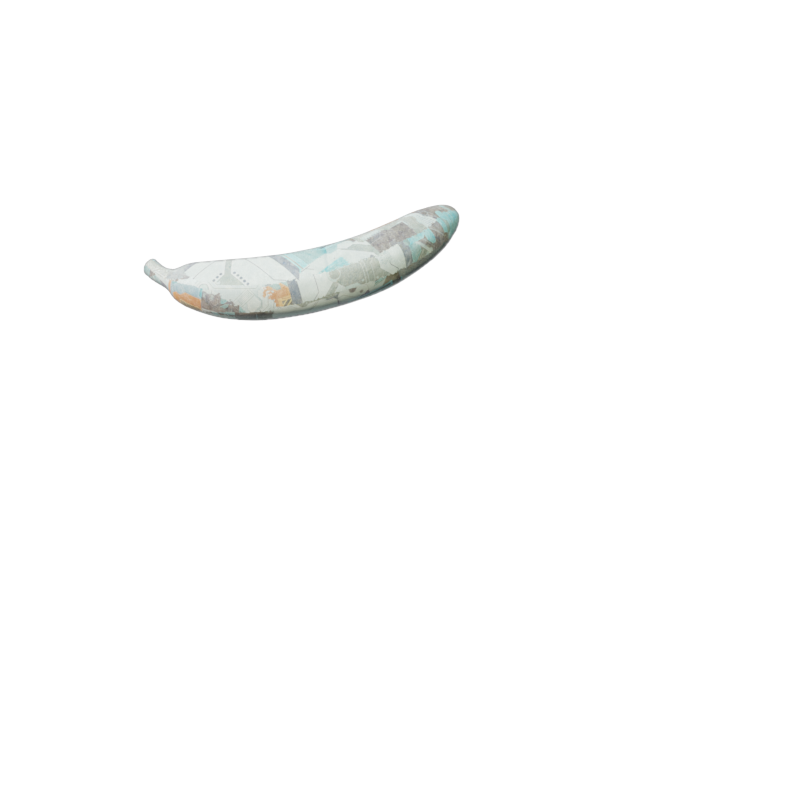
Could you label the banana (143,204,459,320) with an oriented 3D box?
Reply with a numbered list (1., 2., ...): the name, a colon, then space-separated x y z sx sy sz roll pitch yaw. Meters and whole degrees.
1. banana: -0.051 -0.081 0.658 0.196 0.075 0.034 -10 -42 -10
